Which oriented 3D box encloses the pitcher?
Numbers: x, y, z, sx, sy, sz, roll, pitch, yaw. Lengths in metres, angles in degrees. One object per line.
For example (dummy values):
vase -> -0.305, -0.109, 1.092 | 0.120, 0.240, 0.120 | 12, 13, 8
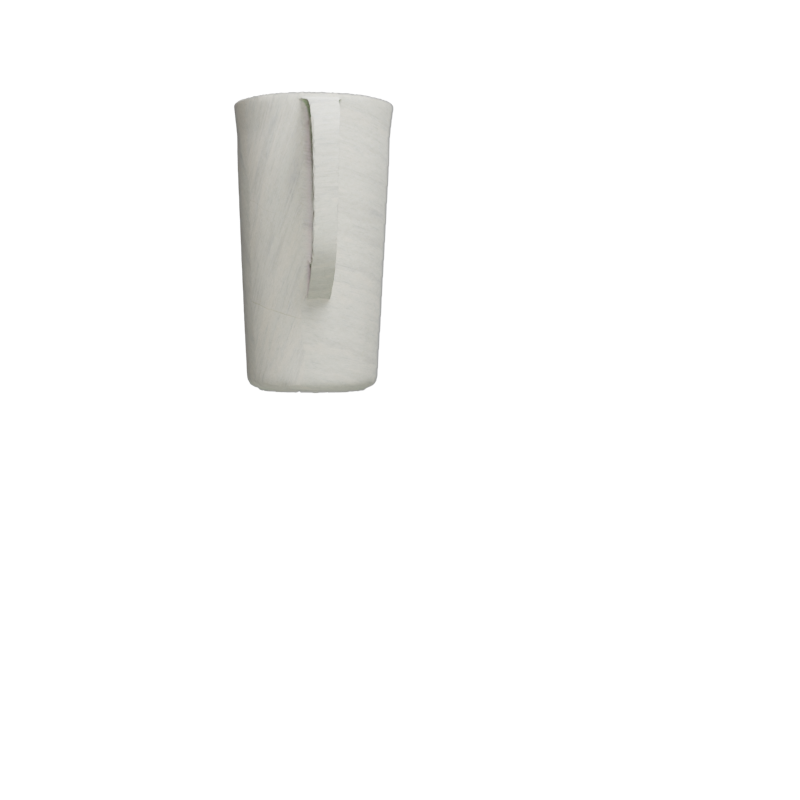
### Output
pitcher -> -0.071, -0.130, 0.912 | 0.150, 0.245, 0.143 | -1, -2, 36
